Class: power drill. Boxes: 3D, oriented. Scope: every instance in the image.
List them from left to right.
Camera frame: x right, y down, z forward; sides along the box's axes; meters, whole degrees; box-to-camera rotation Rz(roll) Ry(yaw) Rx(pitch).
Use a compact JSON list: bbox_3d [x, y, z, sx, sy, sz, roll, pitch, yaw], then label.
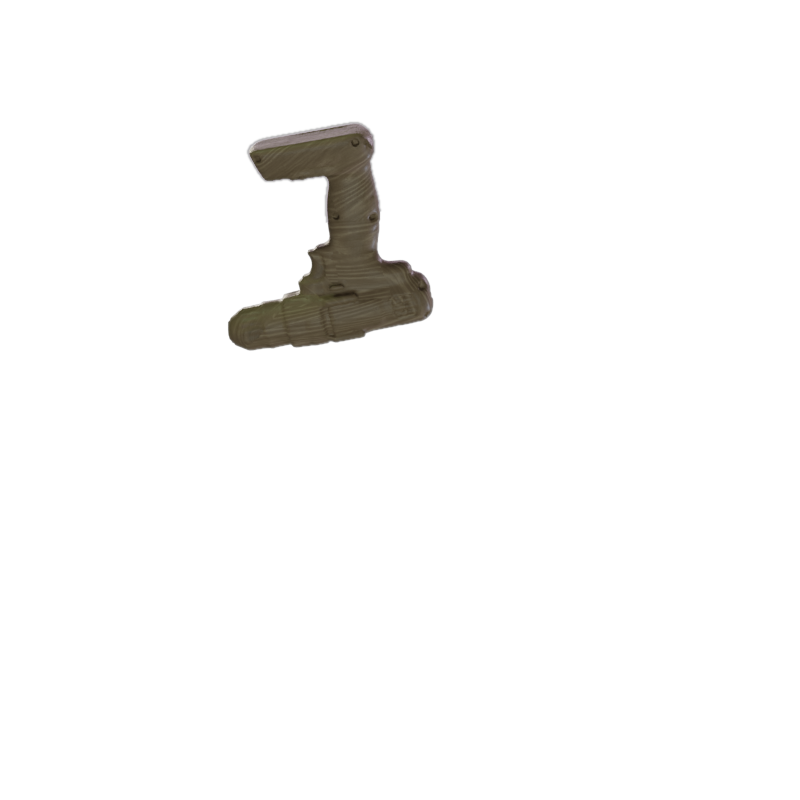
[{"bbox_3d":[-0.076,-0.138,0.965,0.185,0.179,0.060,-11,19,3],"label":"power drill"}]
